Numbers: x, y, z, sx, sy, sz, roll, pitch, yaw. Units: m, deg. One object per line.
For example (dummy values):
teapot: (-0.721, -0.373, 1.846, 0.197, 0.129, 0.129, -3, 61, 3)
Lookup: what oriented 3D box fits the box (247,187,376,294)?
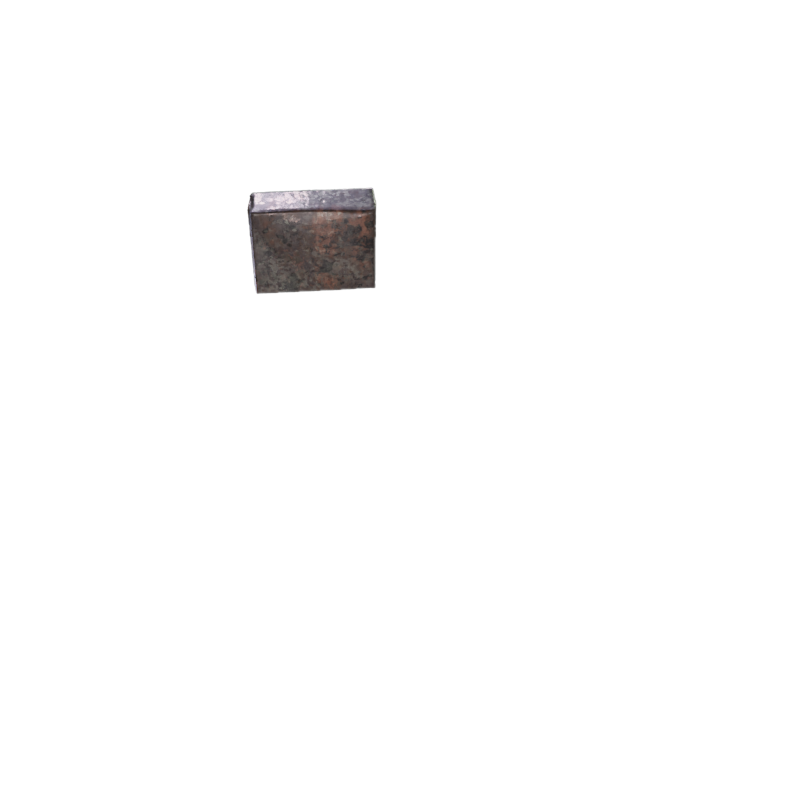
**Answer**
box: (-0.078, -0.143, 0.999, 0.113, 0.084, 0.042, -1, 38, 0)
